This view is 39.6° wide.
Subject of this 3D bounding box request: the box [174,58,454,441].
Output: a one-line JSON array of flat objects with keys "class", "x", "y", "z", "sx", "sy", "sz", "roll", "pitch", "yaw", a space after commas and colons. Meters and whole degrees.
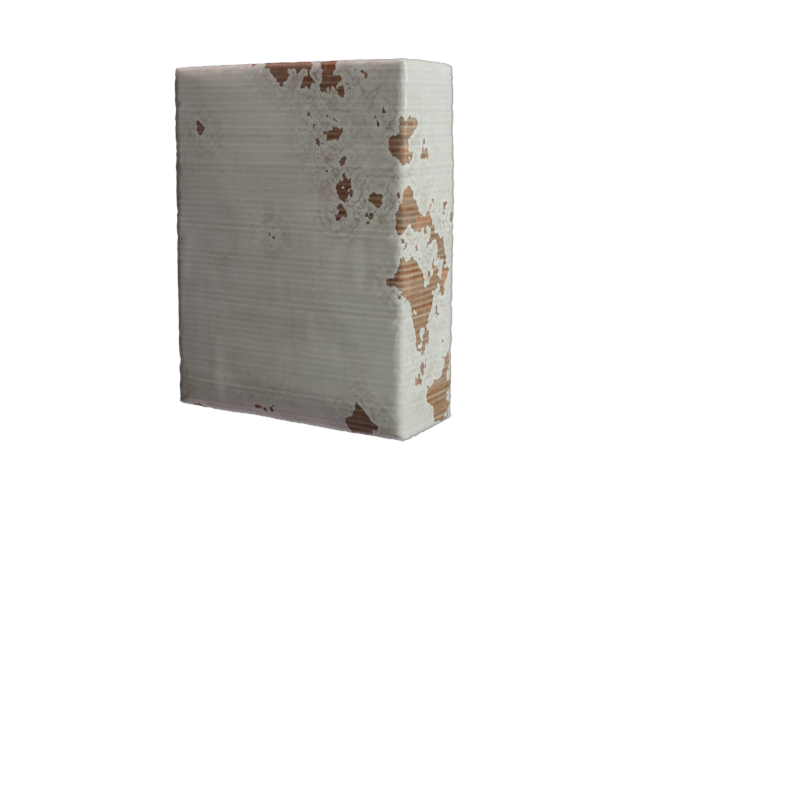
[{"class": "box", "x": -0.053, "y": -0.096, "z": 0.676, "sx": 0.171, "sy": 0.210, "sz": 0.070, "roll": 6, "pitch": 8, "yaw": 31}]
